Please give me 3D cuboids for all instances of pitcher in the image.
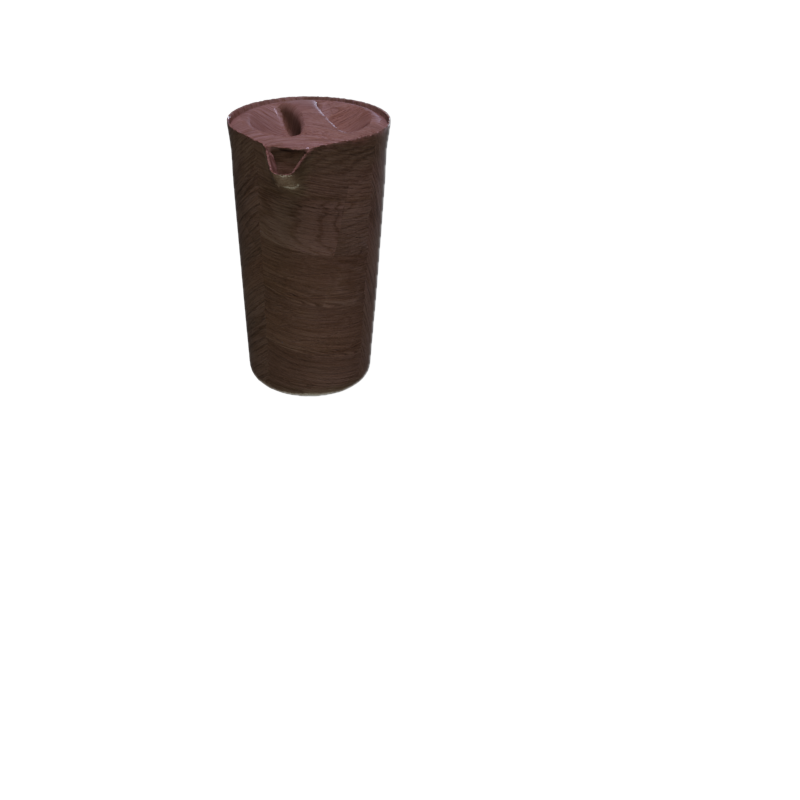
[{"bbox_3d":[-0.075,-0.136,0.955,0.147,0.230,0.156,-16,31,-31],"label":"pitcher"}]
